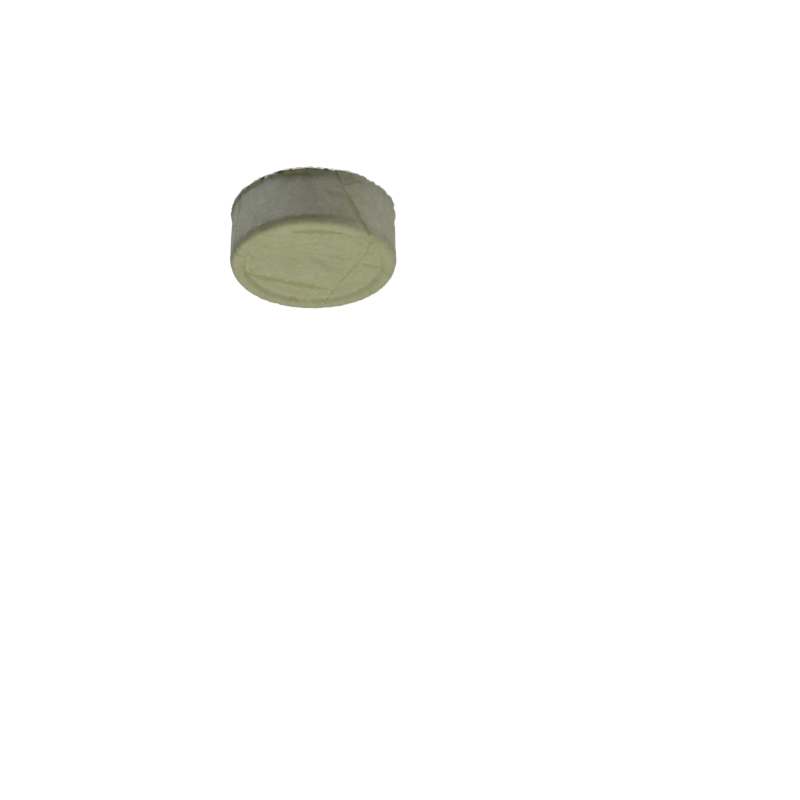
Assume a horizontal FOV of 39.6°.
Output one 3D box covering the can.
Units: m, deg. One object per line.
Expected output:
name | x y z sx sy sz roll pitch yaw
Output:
can | -0.045 -0.081 0.569 0.086 0.036 0.081 1 -27 -2
